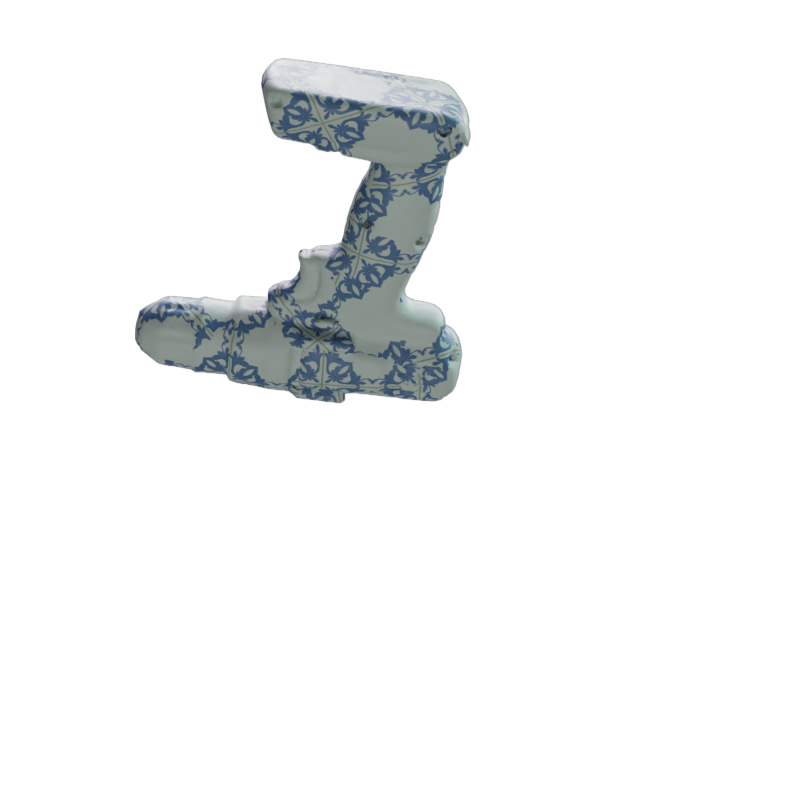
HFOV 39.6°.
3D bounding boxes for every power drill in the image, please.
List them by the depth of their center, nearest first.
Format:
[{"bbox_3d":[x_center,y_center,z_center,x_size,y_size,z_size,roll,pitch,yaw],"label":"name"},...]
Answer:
[{"bbox_3d":[-0.047,-0.085,0.595,0.183,0.177,0.061,7,33,-5],"label":"power drill"}]
